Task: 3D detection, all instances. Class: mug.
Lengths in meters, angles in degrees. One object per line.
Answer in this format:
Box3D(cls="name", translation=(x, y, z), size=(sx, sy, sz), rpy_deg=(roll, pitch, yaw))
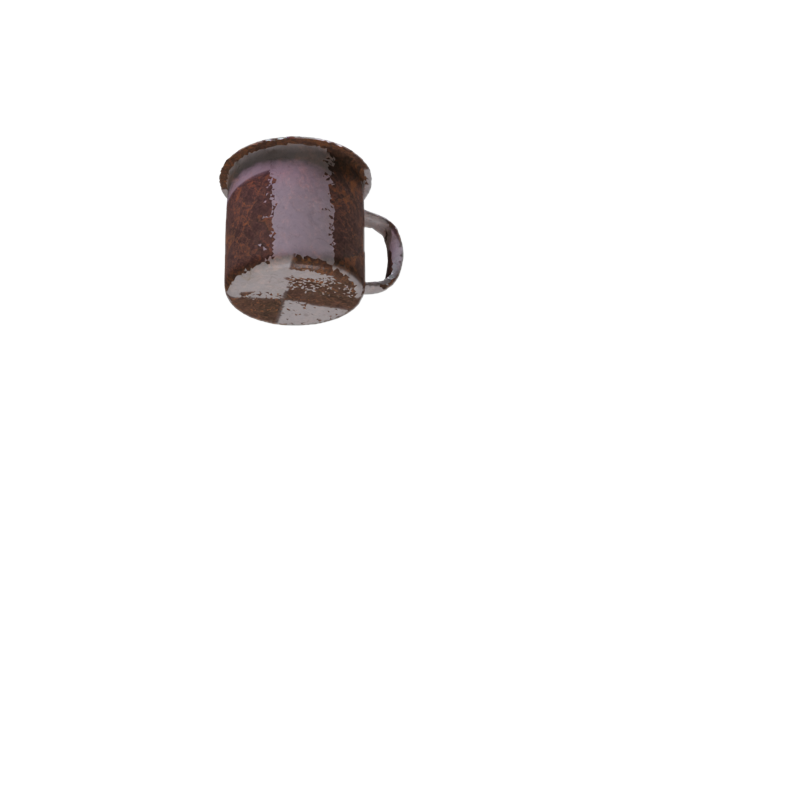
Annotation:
Box3D(cls="mug", translation=(-0.052, -0.094, 0.659), size=(0.112, 0.086, 0.092), rpy_deg=(12, -29, -26))
